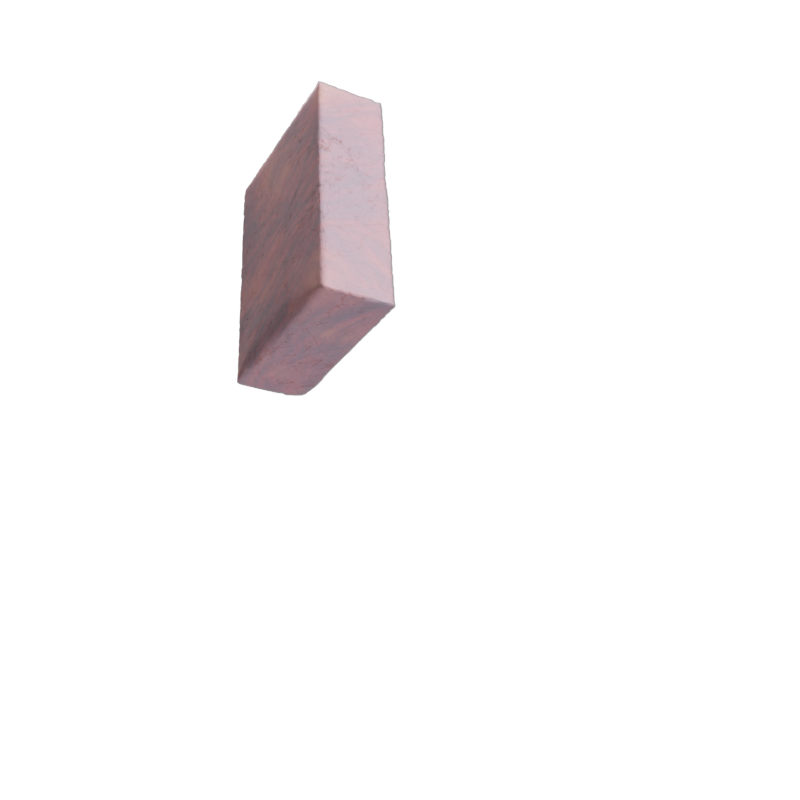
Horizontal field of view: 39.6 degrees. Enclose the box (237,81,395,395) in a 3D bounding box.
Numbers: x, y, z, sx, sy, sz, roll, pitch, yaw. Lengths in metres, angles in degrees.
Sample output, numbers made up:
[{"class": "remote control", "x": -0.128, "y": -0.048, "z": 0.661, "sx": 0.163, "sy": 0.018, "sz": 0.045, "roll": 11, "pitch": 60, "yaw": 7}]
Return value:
[{"class": "box", "x": -0.074, "y": -0.134, "z": 0.941, "sx": 0.069, "sy": 0.229, "sz": 0.160, "roll": 16, "pitch": -37, "yaw": -25}]
